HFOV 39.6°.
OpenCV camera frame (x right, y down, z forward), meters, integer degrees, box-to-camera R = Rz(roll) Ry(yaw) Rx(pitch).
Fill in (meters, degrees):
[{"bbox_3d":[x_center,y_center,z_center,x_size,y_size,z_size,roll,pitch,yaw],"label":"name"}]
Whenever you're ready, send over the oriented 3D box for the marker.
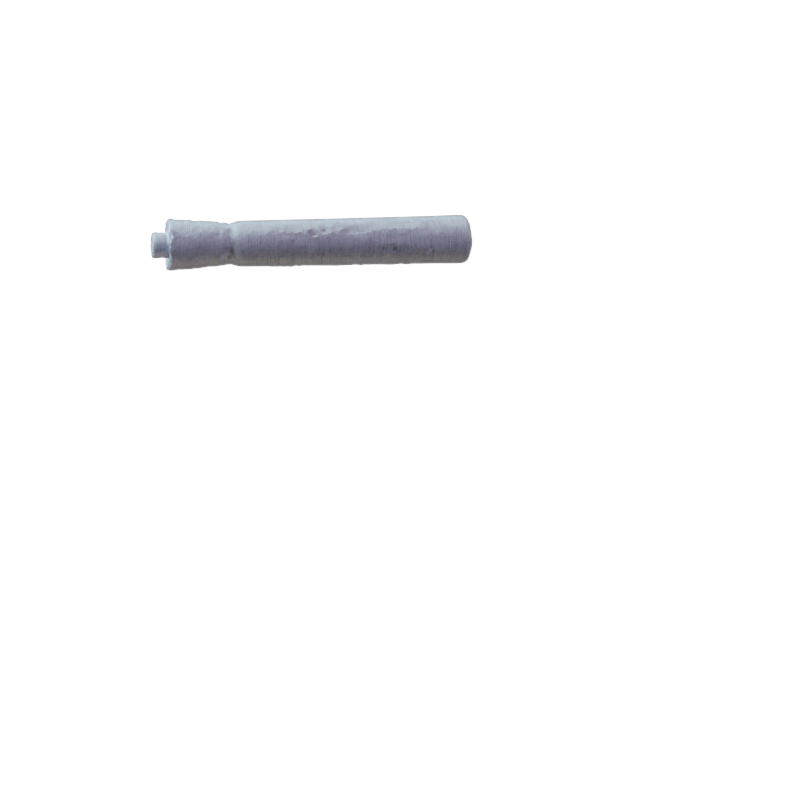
[{"bbox_3d":[-0.033,-0.059,0.416,0.119,0.020,0.020,-3,5,-15],"label":"marker"}]
